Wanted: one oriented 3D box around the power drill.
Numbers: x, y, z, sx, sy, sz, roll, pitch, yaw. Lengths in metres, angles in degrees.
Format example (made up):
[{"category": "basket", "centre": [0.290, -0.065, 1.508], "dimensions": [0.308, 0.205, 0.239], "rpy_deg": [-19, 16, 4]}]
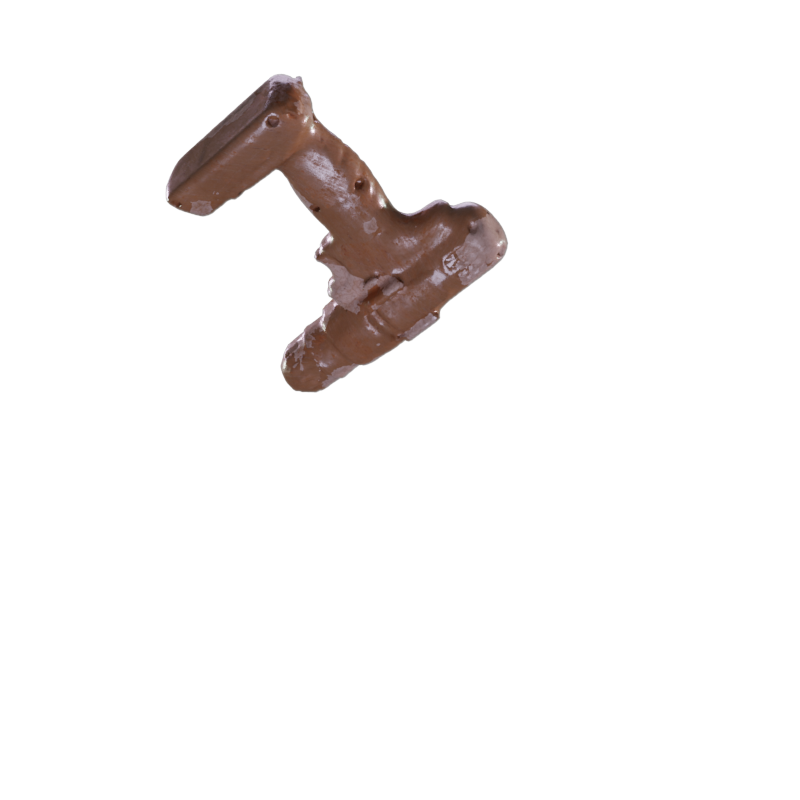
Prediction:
[{"category": "power drill", "centre": [-0.055, -0.100, 0.703], "dimensions": [0.182, 0.177, 0.061], "rpy_deg": [-38, 27, 24]}]
